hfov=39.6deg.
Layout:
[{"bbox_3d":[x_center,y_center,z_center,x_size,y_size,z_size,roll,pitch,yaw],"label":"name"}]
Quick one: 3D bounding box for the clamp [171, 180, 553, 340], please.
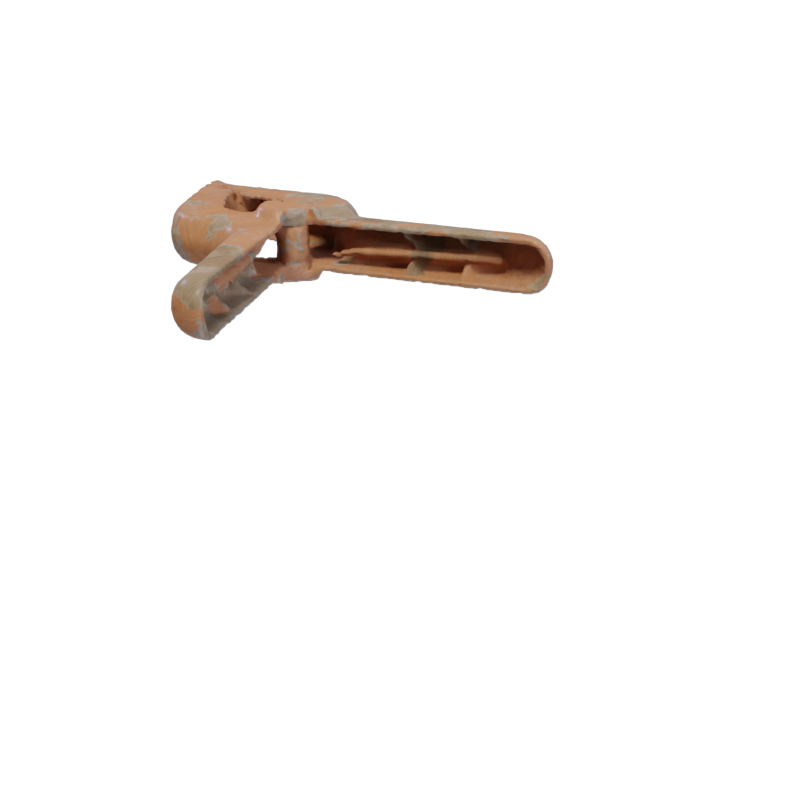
[{"bbox_3d":[-0.041,-0.074,0.521,0.161,0.035,0.222,-7,21,-18],"label":"clamp"}]
